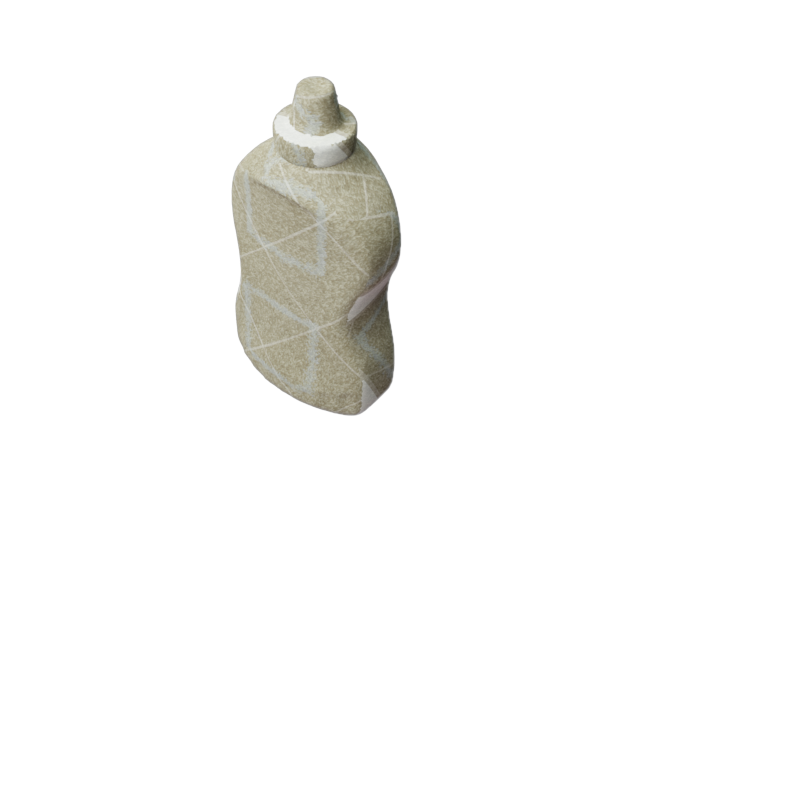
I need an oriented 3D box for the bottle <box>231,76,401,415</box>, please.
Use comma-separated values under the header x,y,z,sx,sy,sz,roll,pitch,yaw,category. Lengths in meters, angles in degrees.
x,y,z,sx,sy,sz,roll,pitch,yaw,category
-0.045,-0.083,0.578,0.102,0.179,0.059,34,52,27,bottle
